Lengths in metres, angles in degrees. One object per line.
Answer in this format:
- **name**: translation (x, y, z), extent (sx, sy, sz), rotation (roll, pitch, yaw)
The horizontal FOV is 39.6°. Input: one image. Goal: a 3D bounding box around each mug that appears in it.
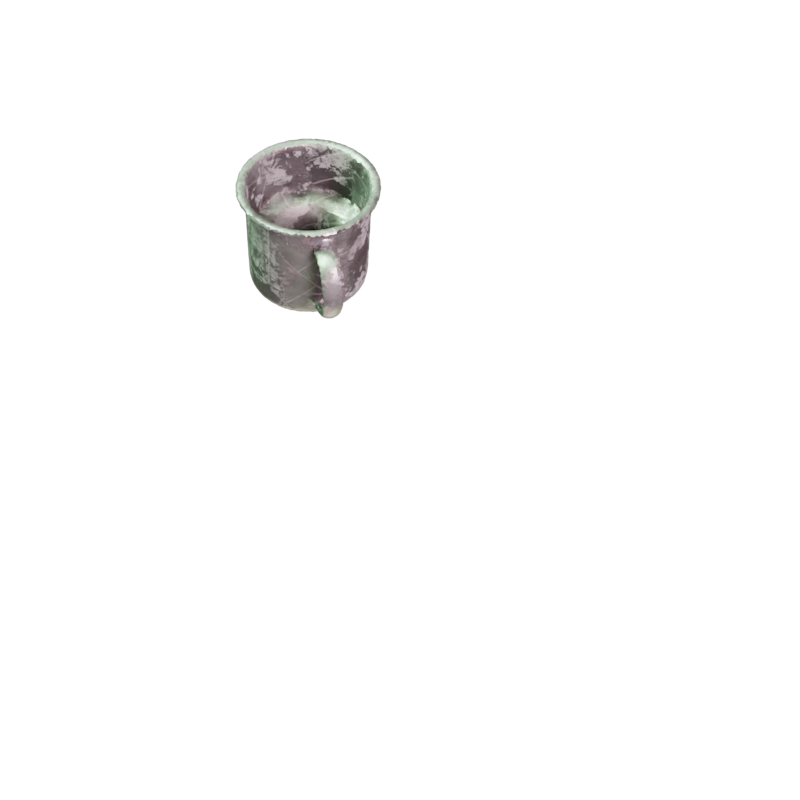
- **mug**: translation (-0.057, -0.104, 0.727), extent (0.092, 0.127, 0.076), rotation (-13, -40, -13)
